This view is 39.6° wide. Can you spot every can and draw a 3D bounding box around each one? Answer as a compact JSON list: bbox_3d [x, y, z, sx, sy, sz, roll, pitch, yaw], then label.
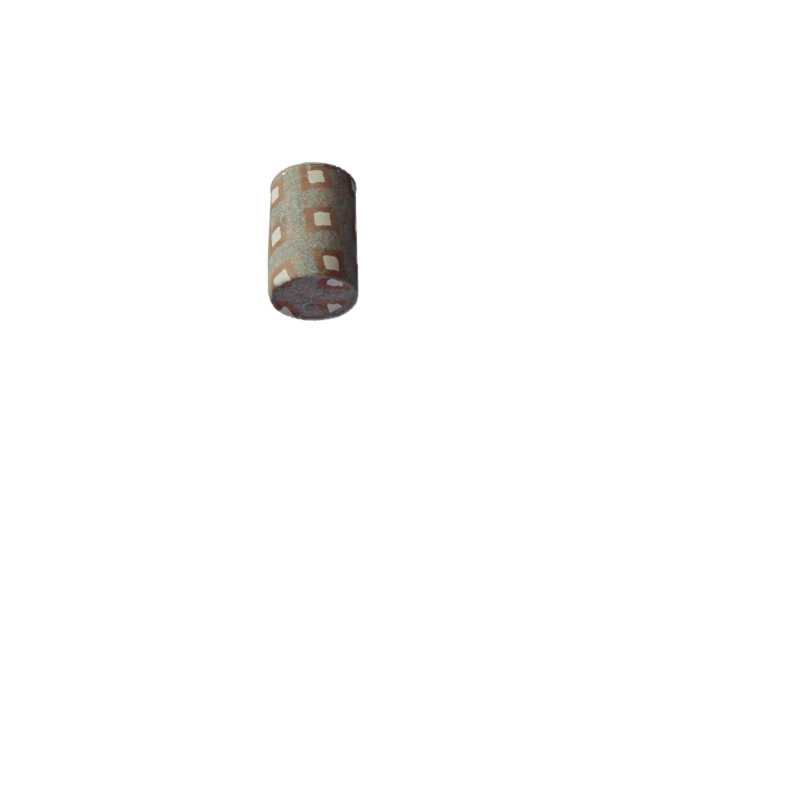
[{"bbox_3d":[-0.066,-0.120,0.841,0.068,0.109,0.064,-1,-31,-2],"label":"can"}]
